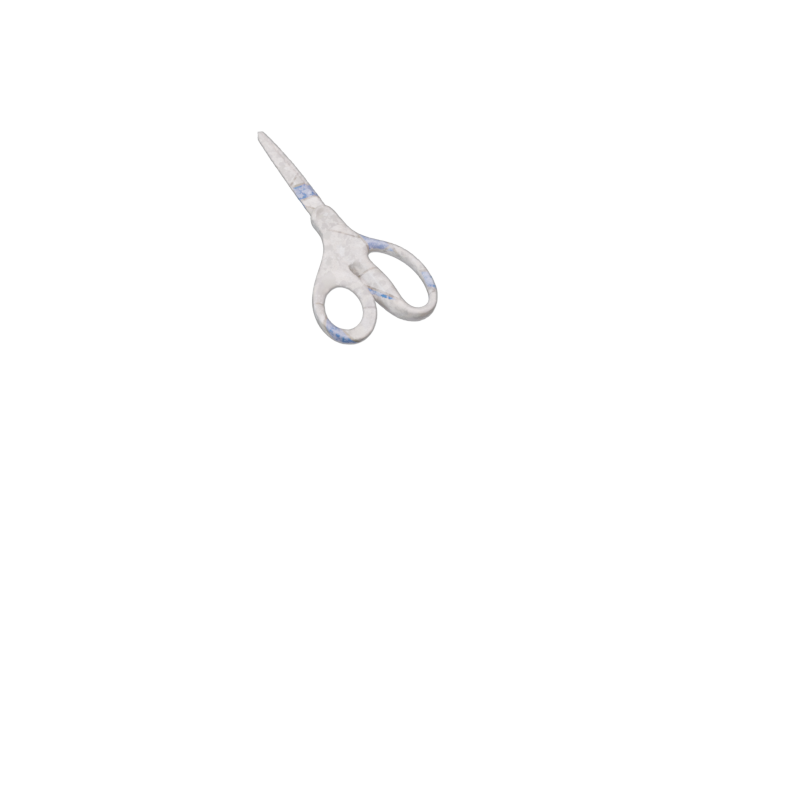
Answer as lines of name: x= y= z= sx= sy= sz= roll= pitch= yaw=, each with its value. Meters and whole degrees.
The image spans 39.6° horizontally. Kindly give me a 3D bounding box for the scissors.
scissors: x=-0.063 y=-0.115 z=0.808 sx=0.212 sy=0.097 sz=0.015 roll=39 pitch=-24 yaw=21
